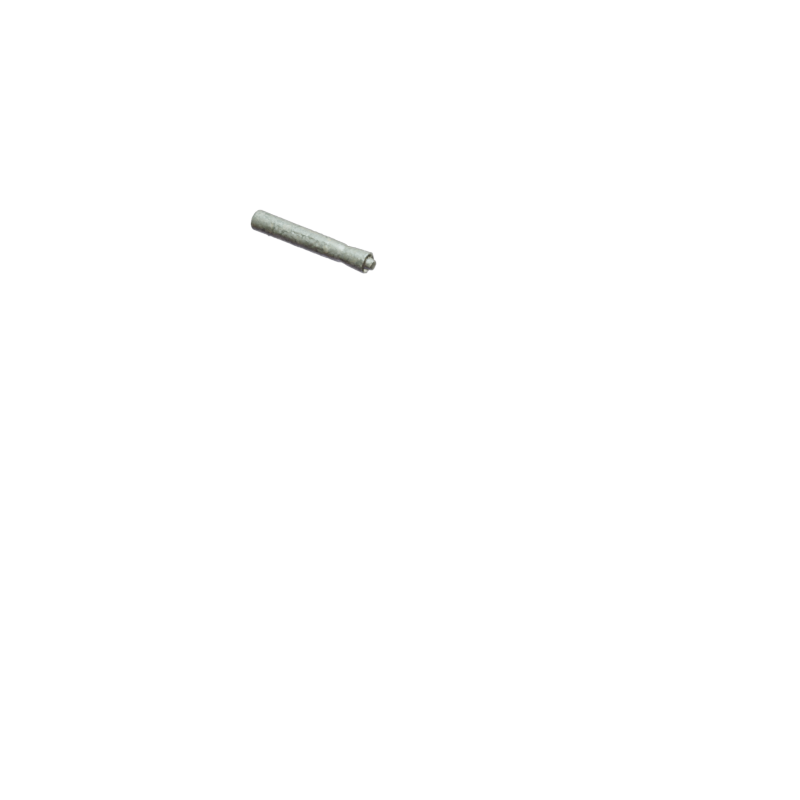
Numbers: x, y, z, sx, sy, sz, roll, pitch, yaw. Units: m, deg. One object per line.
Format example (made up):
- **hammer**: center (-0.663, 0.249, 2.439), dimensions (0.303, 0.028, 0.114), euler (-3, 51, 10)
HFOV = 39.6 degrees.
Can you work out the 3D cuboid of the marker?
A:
- **marker**: center (-0.073, -0.134, 0.939), dimensions (0.127, 0.019, 0.019), euler (25, 15, 27)
